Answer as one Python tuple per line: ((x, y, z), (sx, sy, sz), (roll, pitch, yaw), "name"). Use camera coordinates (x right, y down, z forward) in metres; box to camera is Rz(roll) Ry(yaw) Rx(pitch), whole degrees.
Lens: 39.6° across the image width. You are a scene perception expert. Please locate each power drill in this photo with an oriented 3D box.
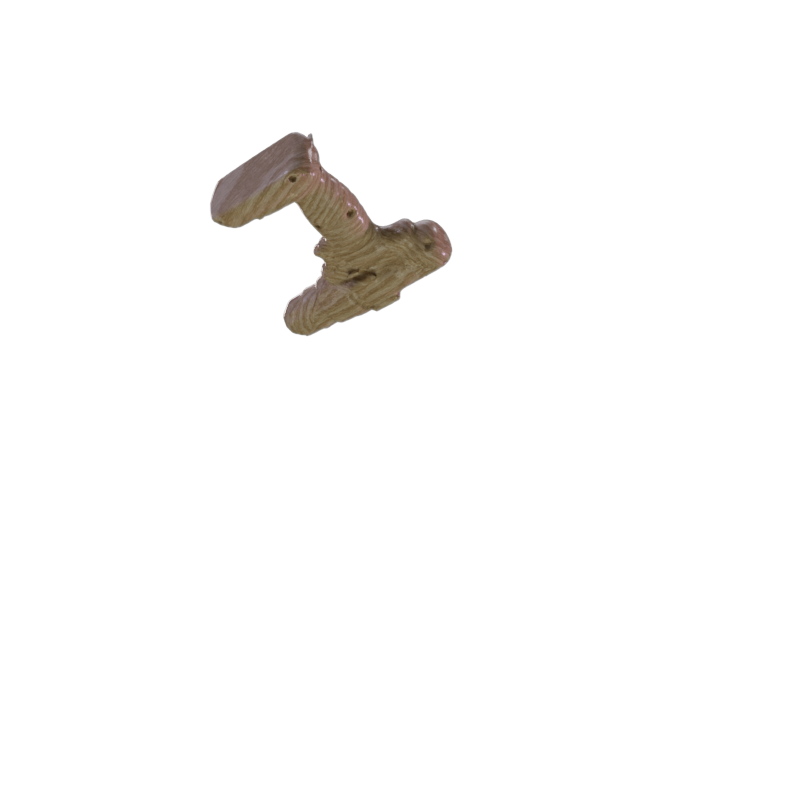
((-0.076, -0.139, 0.976), (0.184, 0.062, 0.175), (-29, -48, 29), "power drill")
